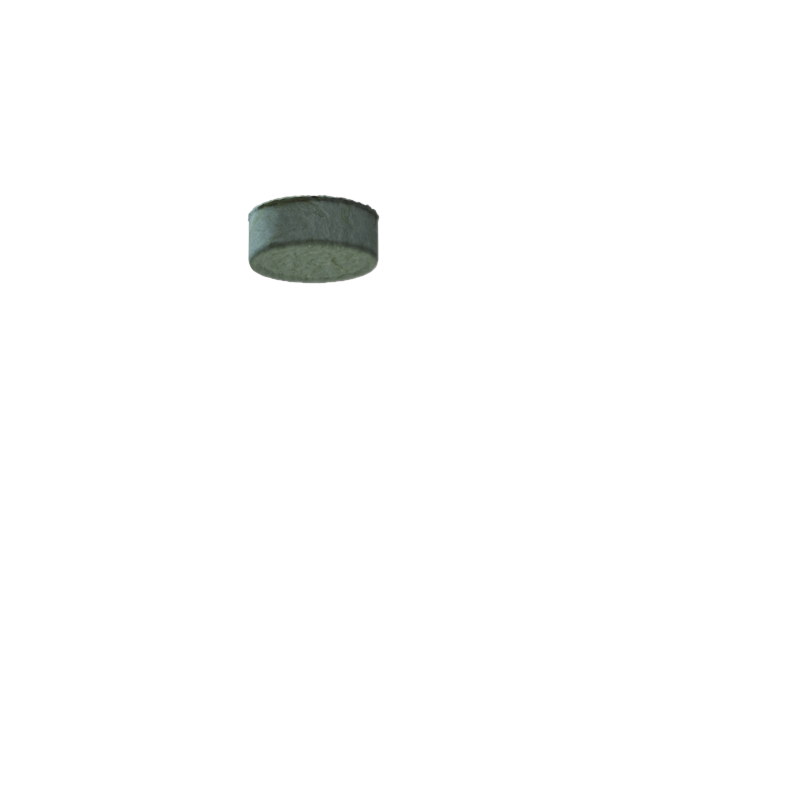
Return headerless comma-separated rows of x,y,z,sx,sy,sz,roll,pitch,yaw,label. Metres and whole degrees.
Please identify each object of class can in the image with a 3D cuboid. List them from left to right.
-0.056,-0.103,0.720,0.086,0.035,0.083,0,-12,-2,can
